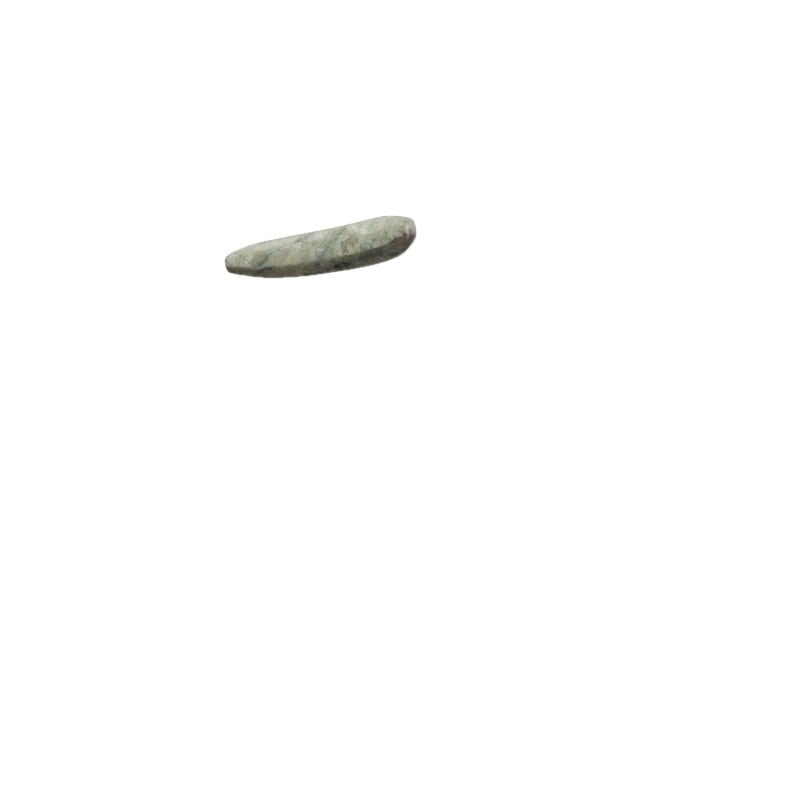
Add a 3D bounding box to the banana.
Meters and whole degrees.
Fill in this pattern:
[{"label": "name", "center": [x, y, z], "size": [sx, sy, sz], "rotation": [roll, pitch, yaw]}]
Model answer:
[{"label": "banana", "center": [-0.057, -0.129, 0.928], "size": [0.203, 0.038, 0.066], "rotation": [-7, -12, 39]}]
